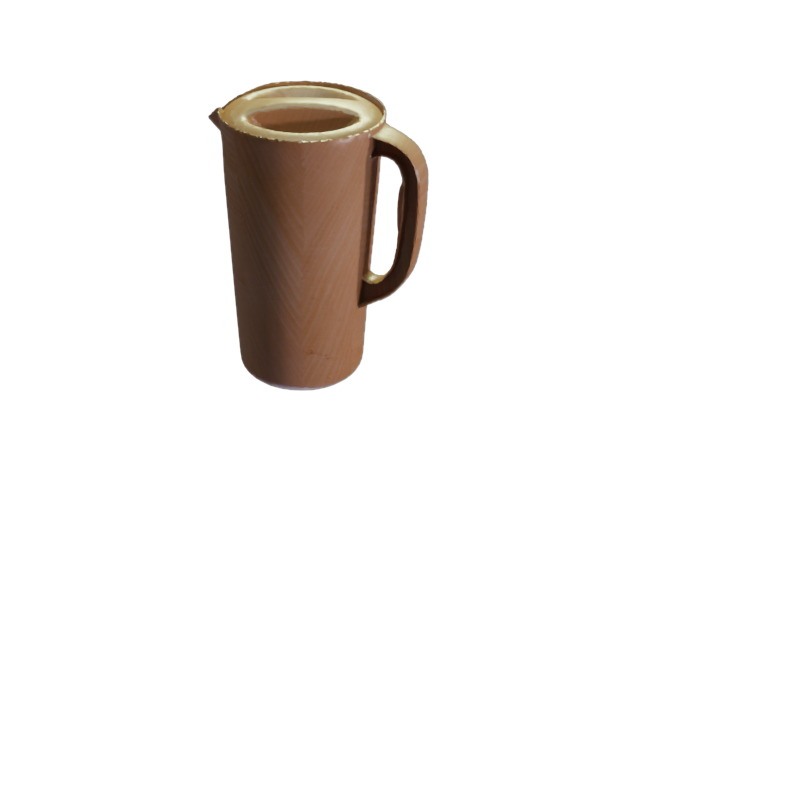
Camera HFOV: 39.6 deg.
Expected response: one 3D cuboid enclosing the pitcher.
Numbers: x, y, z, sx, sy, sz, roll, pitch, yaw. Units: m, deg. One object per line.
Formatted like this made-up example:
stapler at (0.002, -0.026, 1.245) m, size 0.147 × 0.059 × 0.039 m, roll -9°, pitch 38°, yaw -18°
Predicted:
pitcher at (-0.072, -0.131, 0.915) m, size 0.143 × 0.229 × 0.161 m, roll -10°, pitch 33°, yaw -19°
